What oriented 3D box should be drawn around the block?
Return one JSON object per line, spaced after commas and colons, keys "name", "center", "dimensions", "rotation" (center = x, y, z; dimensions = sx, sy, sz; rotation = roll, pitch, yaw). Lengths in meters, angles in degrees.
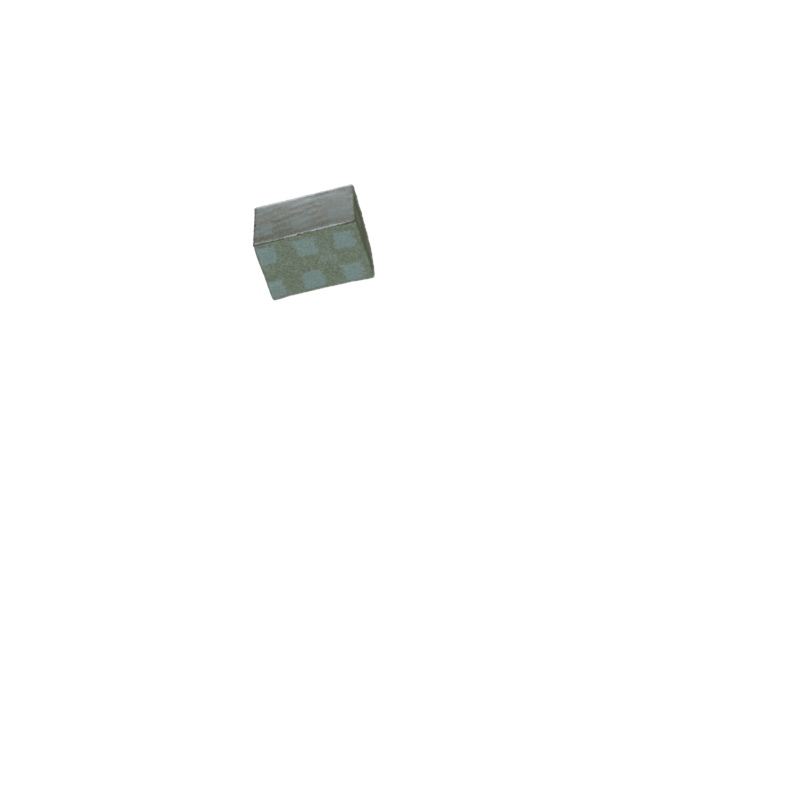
{"name": "block", "center": [-0.063, -0.115, 0.803], "dimensions": [0.078, 0.049, 0.055], "rotation": [-12, 38, 8]}
